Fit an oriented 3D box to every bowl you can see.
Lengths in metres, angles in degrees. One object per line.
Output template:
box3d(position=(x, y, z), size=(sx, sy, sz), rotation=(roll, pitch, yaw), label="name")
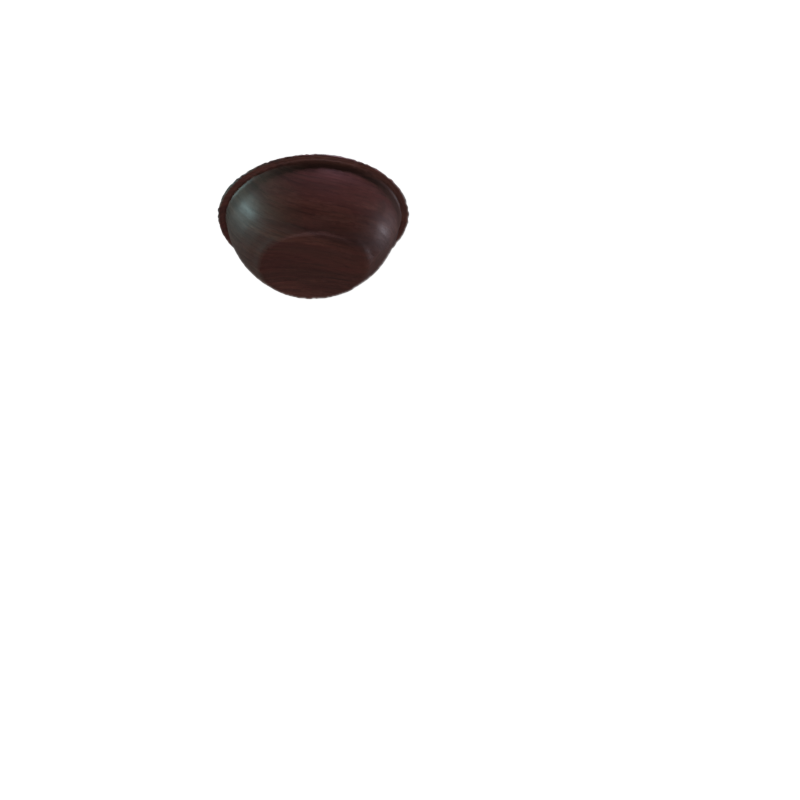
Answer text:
box3d(position=(-0.072, -0.132, 0.925), size=(0.162, 0.059, 0.152), rotation=(1, -33, -2), label="bowl")
